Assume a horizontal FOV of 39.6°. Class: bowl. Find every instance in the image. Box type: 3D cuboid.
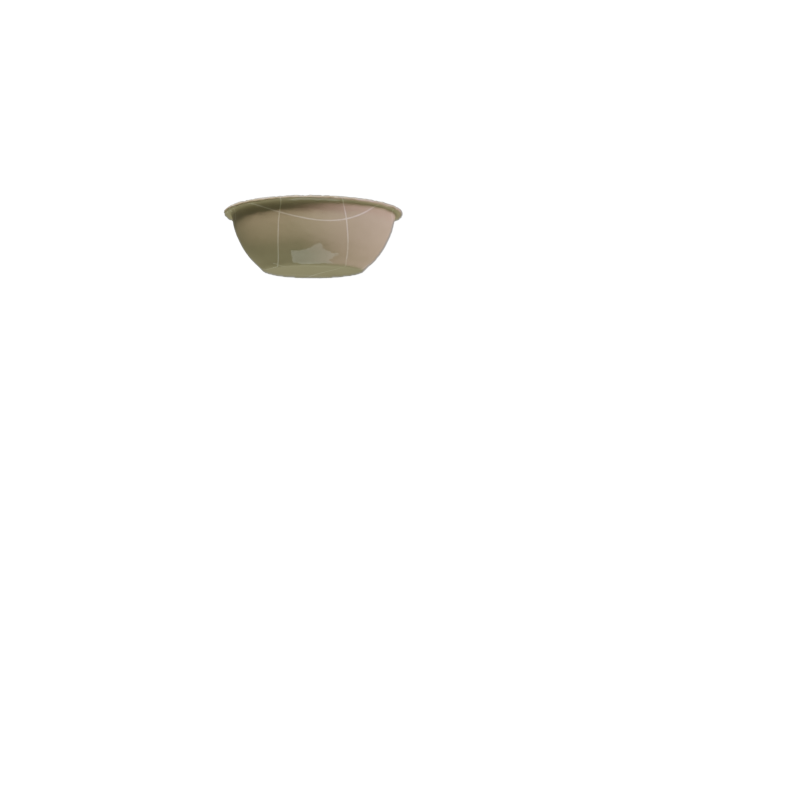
[{"bbox_3d":[-0.078,-0.142,0.996,0.162,0.056,0.160,0,-2,-2],"label":"bowl"}]
